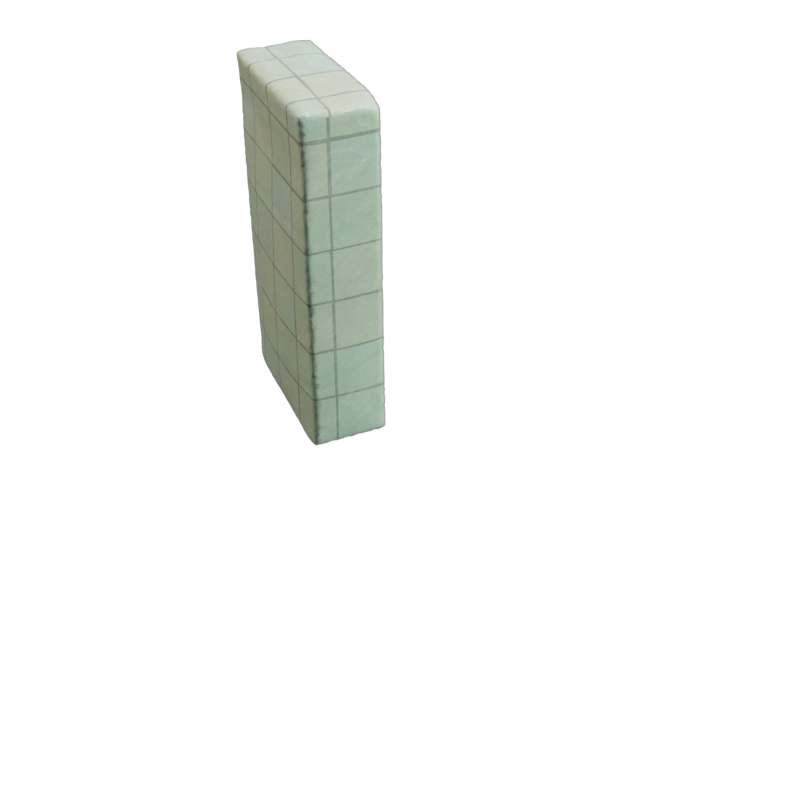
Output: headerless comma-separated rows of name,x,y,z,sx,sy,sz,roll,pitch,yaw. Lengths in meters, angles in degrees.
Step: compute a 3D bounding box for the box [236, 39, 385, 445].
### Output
box,-0.042,-0.078,0.543,0.047,0.166,0.101,-10,34,-20
